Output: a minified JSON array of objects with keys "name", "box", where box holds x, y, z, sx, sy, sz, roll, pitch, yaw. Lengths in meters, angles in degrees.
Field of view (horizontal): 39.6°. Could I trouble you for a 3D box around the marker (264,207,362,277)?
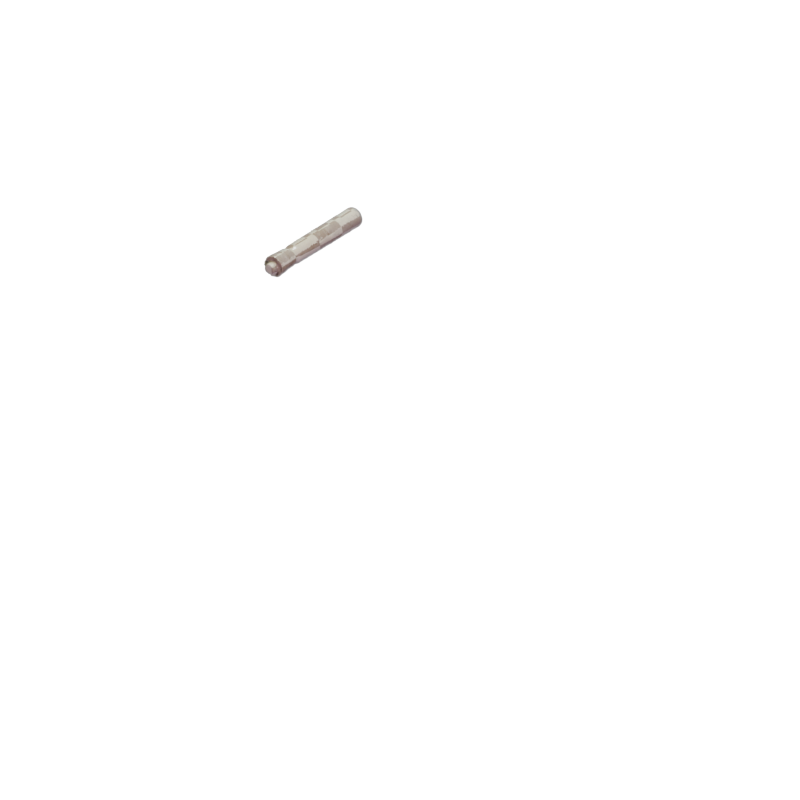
[{"name":"marker","box":[-0.074,-0.134,0.942,0.020,0.019,0.122,2,29,37]}]
